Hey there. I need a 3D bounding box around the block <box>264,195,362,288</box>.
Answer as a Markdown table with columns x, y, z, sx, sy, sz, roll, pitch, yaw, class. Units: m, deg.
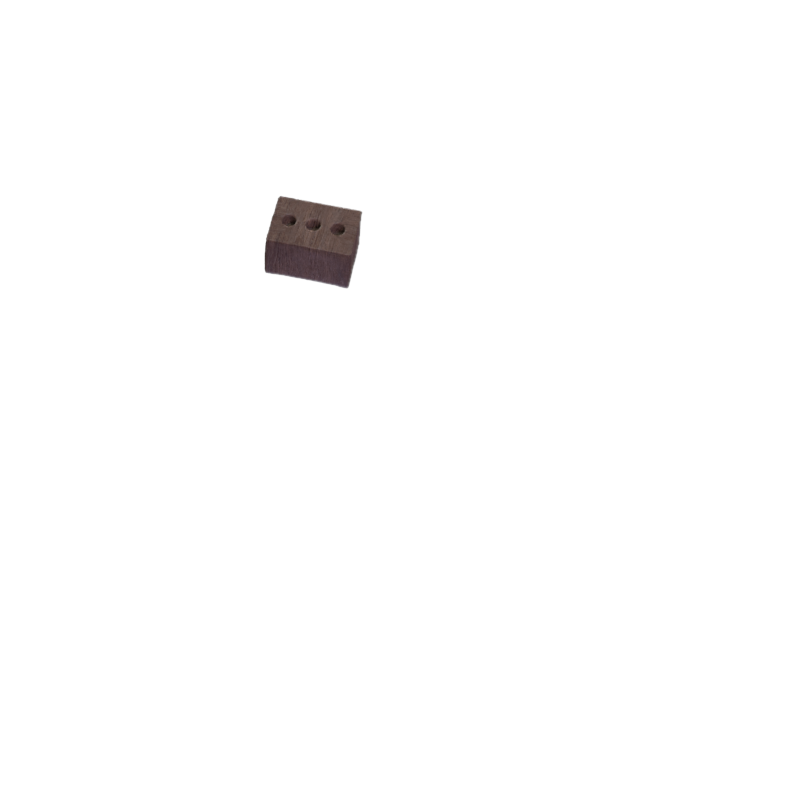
| x | y | z | sx | sy | sz | roll | pitch | yaw | class |
| --- | --- | --- | --- | --- | --- | --- | --- | --- | --- |
| -0.077 | -0.140 | 0.982 | 0.079 | 0.056 | 0.048 | 11 | -33 | 6 | block |
